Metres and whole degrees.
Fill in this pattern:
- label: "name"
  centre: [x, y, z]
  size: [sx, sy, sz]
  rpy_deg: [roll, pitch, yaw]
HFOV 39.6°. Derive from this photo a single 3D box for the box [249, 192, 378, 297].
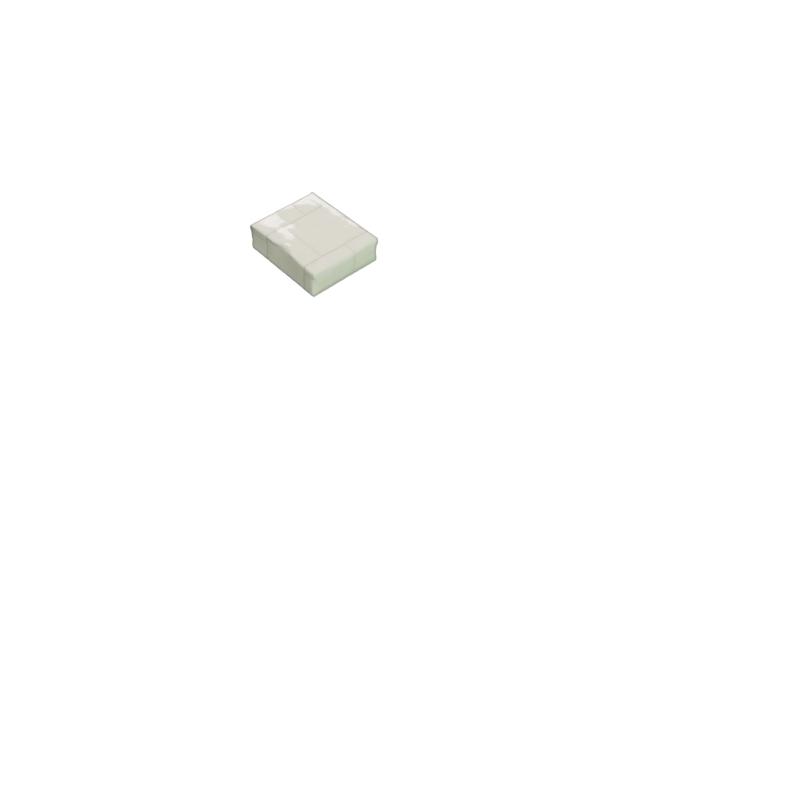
- label: "box"
  centre: [-0.076, -0.138, 0.967]
  size: [0.073, 0.028, 0.096]
  rpy_deg: [-32, 53, -28]
